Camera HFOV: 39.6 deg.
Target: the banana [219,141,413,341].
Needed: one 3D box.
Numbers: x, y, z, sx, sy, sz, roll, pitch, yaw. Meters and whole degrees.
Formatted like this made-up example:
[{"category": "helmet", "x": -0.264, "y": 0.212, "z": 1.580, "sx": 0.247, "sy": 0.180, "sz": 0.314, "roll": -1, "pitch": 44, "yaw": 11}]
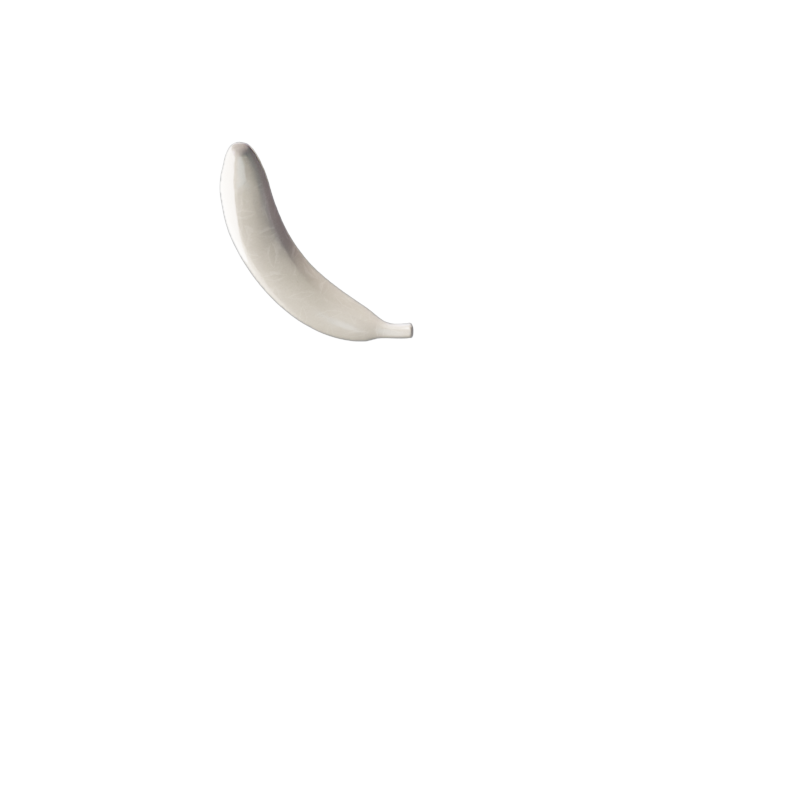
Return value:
[{"category": "banana", "x": -0.073, "y": -0.099, "z": 0.773, "sx": 0.069, "sy": 0.039, "sz": 0.185, "roll": -31, "pitch": -57, "yaw": 22}]
